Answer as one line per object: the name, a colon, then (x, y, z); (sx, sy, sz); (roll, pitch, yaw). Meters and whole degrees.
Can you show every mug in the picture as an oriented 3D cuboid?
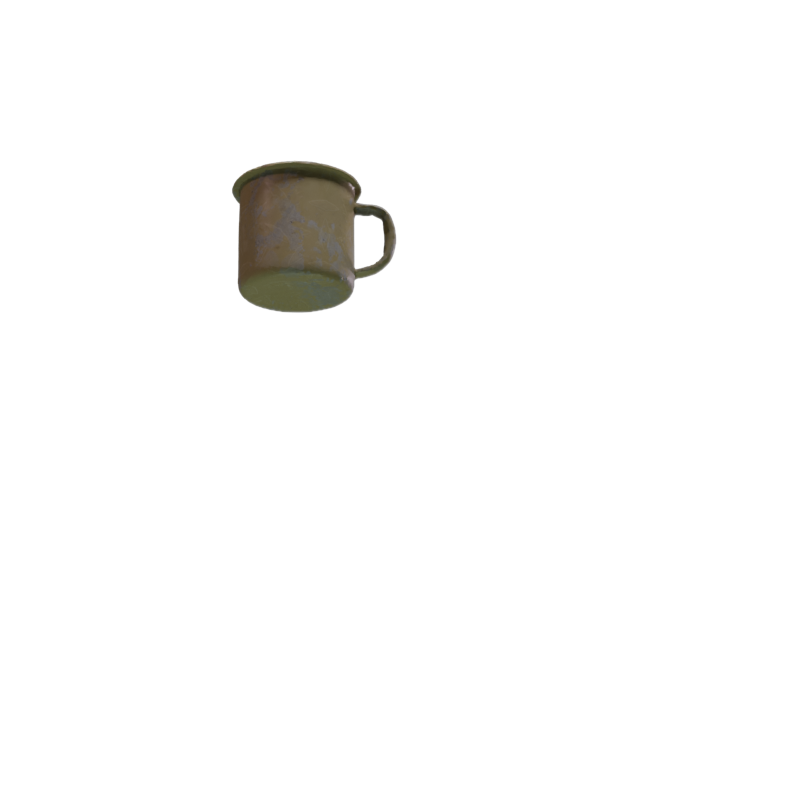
mug: (-0.061, -0.112, 0.784); (0.117, 0.086, 0.089); (0, -19, -3)
